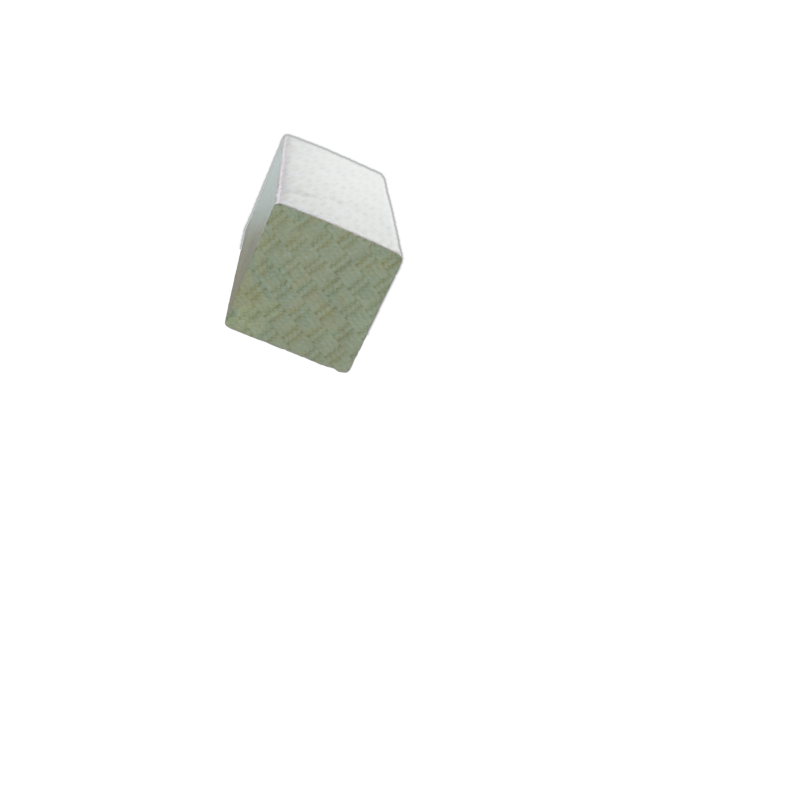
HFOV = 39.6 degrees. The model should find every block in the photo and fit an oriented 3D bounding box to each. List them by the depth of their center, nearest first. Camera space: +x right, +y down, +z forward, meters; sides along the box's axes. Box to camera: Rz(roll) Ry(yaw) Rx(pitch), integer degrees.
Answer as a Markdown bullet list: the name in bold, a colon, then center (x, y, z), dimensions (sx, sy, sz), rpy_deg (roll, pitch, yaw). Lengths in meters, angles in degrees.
- **block**: center (-0.062, -0.113, 0.795), dimensions (0.088, 0.088, 0.216), rpy_deg (22, 20, -12)
